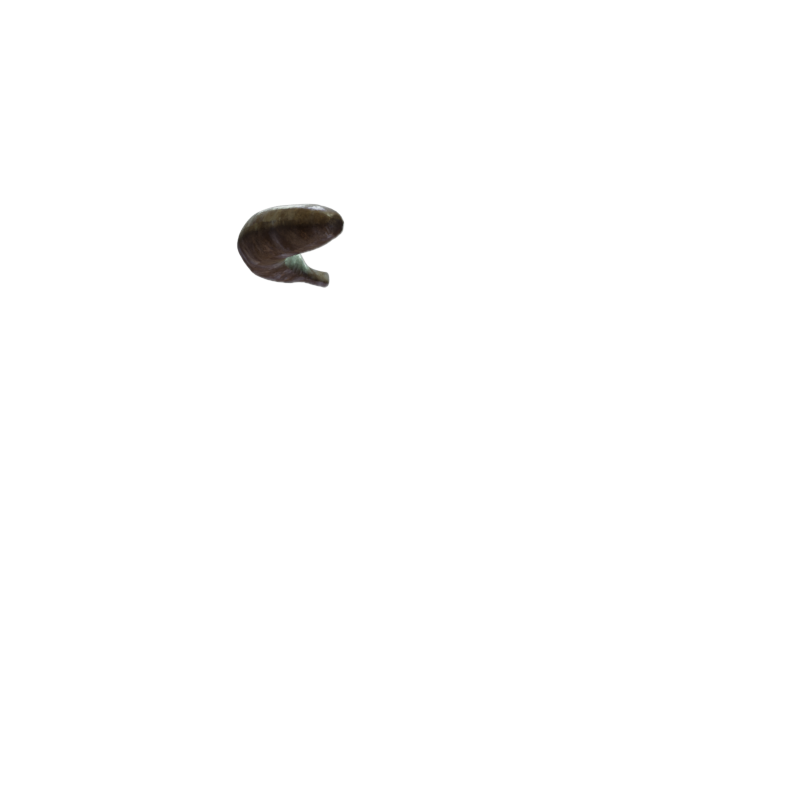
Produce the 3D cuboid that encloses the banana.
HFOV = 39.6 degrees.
[{"bbox_3d":[-0.079,-0.109,0.767,0.069,0.037,0.196,0,-3,-6],"label":"banana"}]
